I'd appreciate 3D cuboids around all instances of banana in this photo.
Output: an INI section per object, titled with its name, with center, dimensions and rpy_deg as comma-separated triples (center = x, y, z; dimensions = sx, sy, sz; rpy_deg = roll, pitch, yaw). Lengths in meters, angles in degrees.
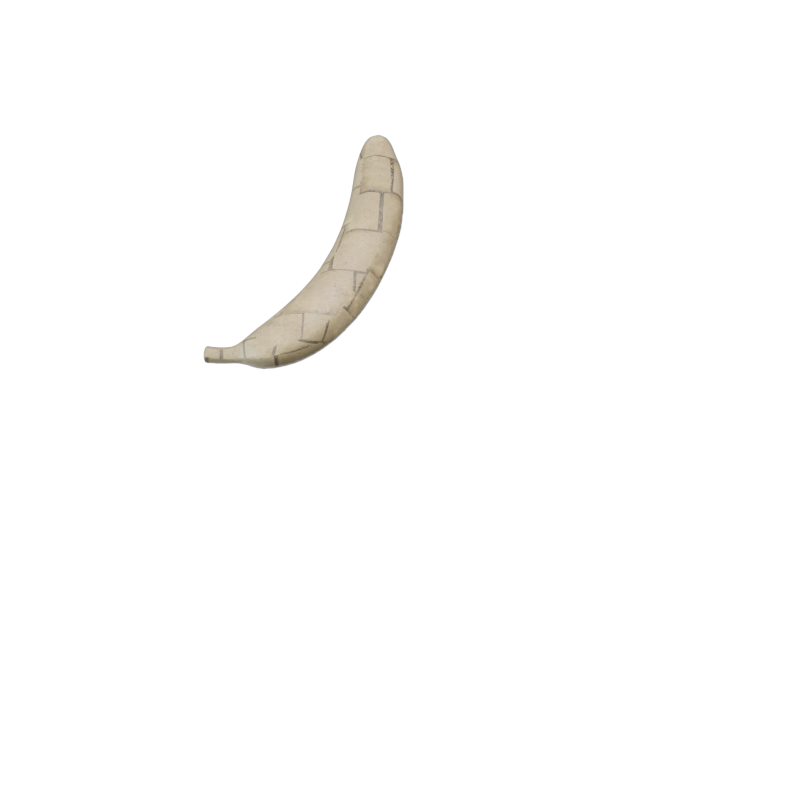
[banana]
center = -0.043, -0.089, 0.712
dimensions = 0.072, 0.202, 0.035
rpy_deg = 30, -22, 13
